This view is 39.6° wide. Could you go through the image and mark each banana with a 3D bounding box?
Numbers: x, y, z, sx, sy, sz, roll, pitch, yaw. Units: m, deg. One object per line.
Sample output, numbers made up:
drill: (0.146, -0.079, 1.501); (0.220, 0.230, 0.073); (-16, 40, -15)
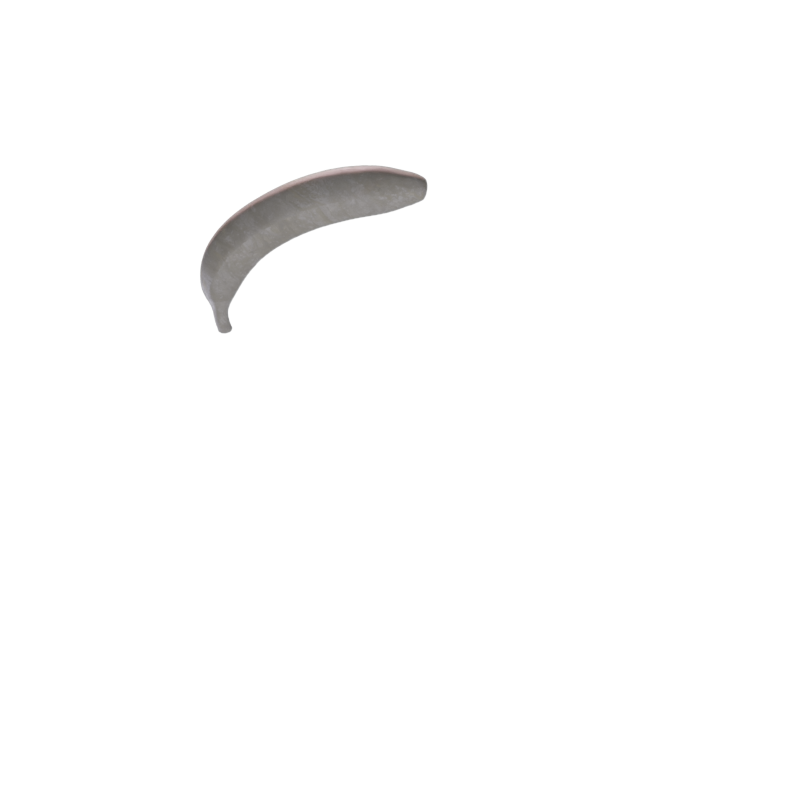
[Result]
banana: (-0.076, -0.121, 0.784); (0.197, 0.039, 0.065); (-30, -53, 25)
